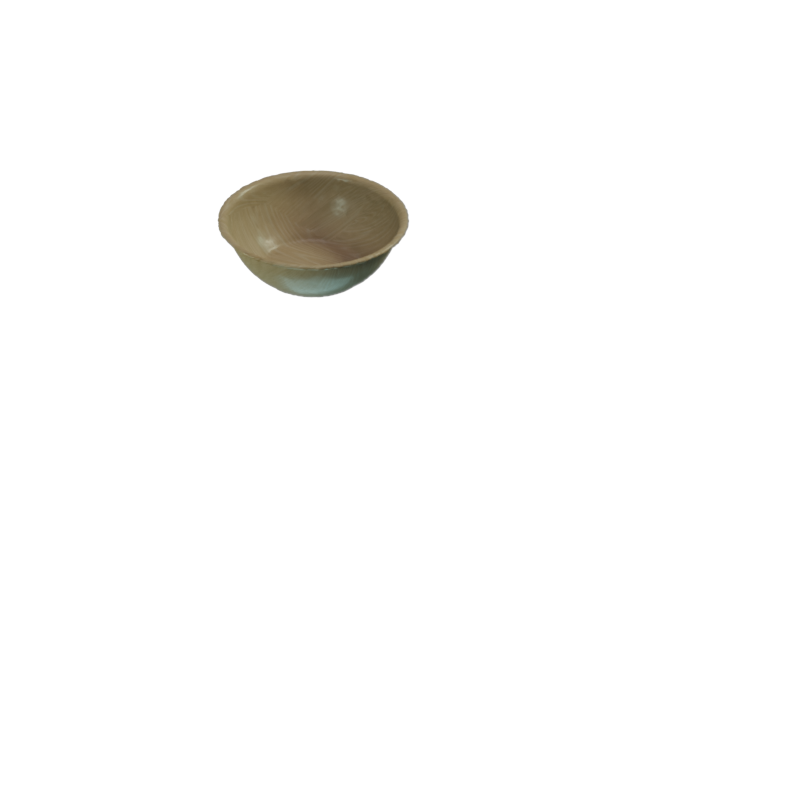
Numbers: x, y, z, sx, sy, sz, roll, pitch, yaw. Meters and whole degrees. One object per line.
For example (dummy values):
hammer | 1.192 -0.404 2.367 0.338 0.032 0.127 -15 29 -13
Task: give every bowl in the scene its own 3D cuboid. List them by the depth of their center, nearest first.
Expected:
bowl | -0.074 -0.136 0.951 0.162 0.051 0.173 -1 37 -2
